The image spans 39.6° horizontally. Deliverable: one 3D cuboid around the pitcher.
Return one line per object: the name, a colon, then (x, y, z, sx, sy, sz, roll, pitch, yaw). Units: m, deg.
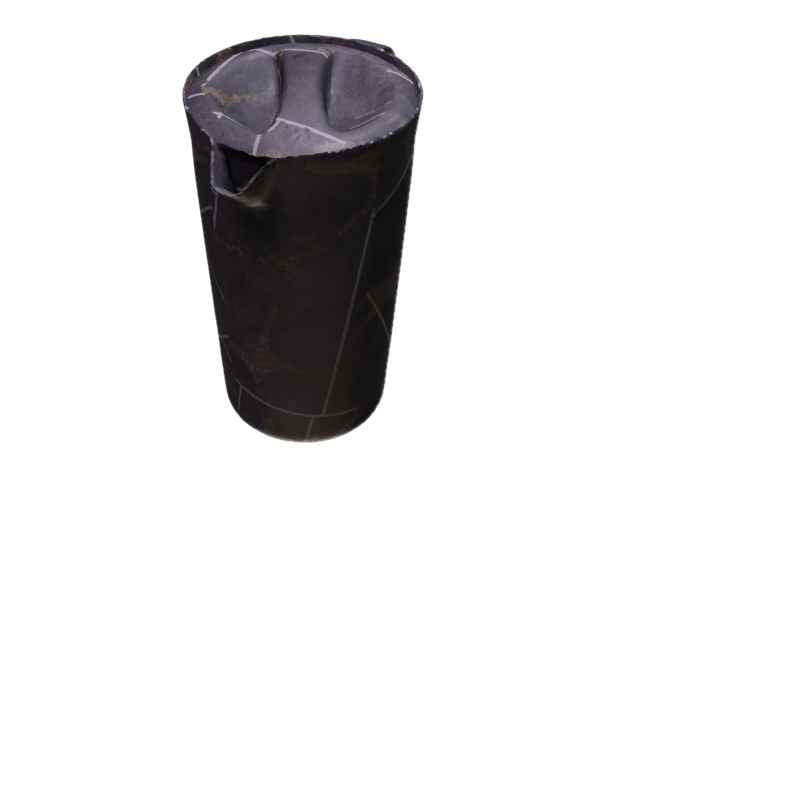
pitcher: (-0.054, -0.098, 0.690, 0.147, 0.227, 0.157, -12, 44, -16)
